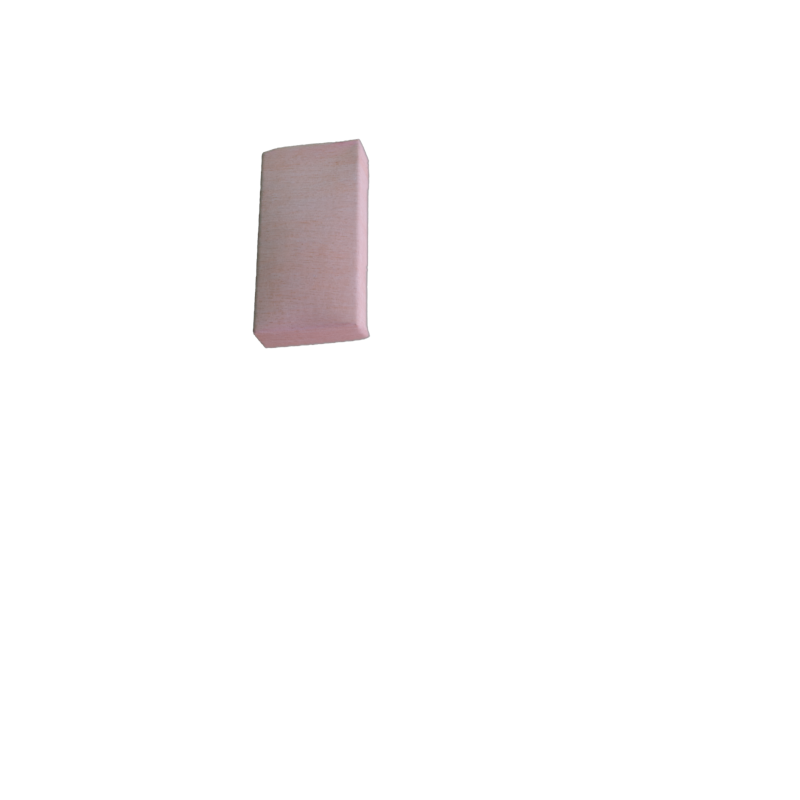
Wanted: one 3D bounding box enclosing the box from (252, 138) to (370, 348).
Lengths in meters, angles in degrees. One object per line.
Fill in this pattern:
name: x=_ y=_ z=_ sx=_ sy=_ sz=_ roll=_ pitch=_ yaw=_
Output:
box: x=-0.075 y=-0.136 z=0.952 sx=0.094 sy=0.185 sz=0.045 roll=-6 pitch=-22 yaw=12
